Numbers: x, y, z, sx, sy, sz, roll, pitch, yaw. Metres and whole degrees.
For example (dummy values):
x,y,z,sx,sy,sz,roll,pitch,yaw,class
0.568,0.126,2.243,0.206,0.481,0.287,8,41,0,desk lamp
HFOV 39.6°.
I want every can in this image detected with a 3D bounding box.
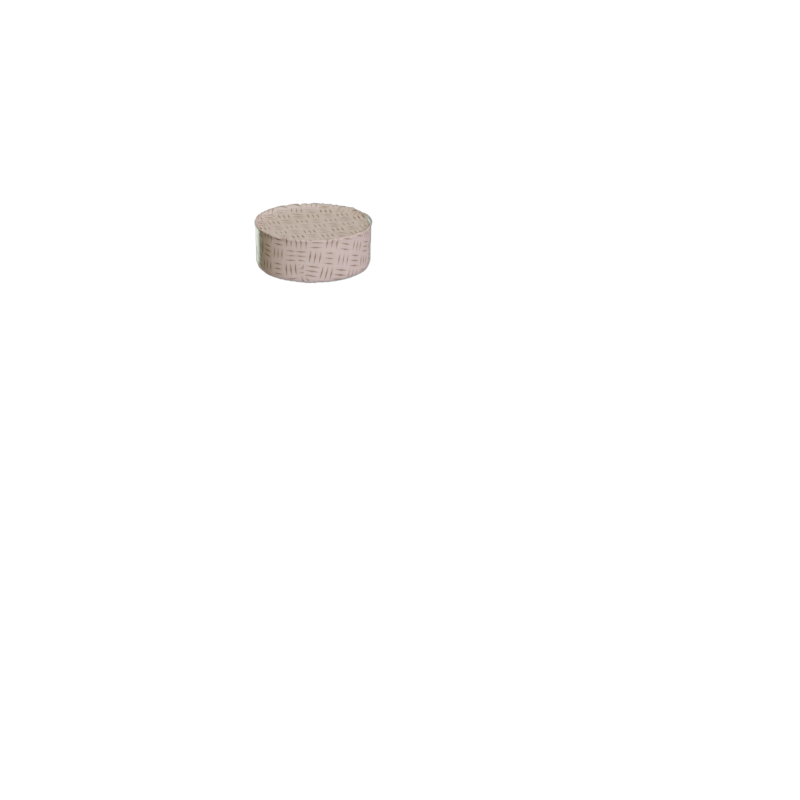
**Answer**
x,y,z,sx,sy,sz,roll,pitch,yaw,class
-0.064,-0.116,0.811,0.086,0.032,0.090,-1,26,-2,can
